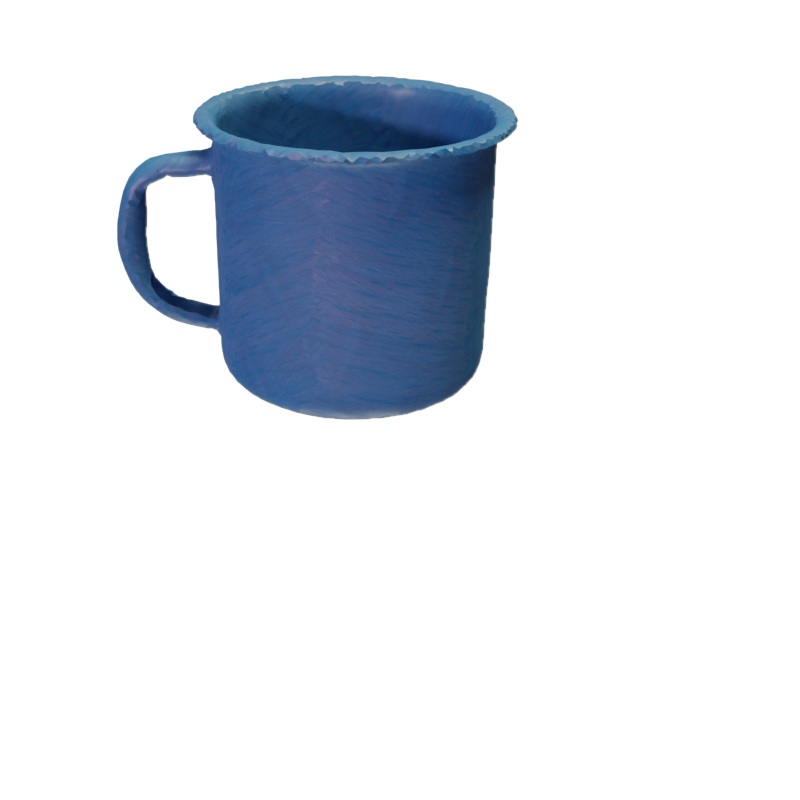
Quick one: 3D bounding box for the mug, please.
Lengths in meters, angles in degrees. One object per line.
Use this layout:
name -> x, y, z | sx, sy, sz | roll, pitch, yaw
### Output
mug -> -0.026, -0.048, 0.333 | 0.116, 0.077, 0.099 | -2, 26, -5
